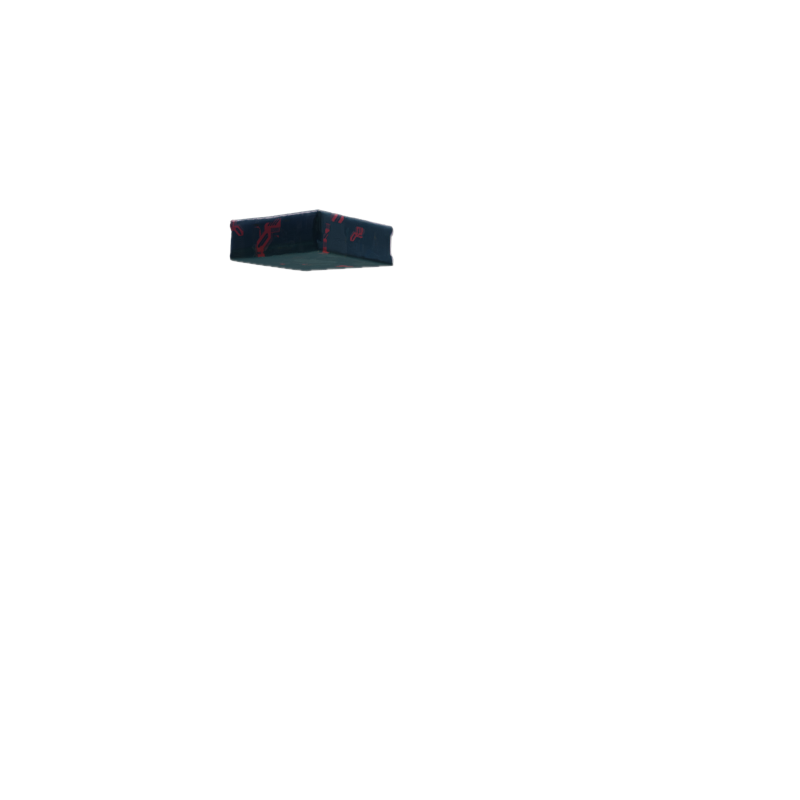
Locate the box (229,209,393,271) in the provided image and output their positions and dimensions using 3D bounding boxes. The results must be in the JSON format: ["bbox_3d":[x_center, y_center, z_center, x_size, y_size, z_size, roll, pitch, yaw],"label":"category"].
[{"bbox_3d":[-0.057,-0.105,0.735,0.076,0.030,0.085,0,0,35],"label":"box"}]
